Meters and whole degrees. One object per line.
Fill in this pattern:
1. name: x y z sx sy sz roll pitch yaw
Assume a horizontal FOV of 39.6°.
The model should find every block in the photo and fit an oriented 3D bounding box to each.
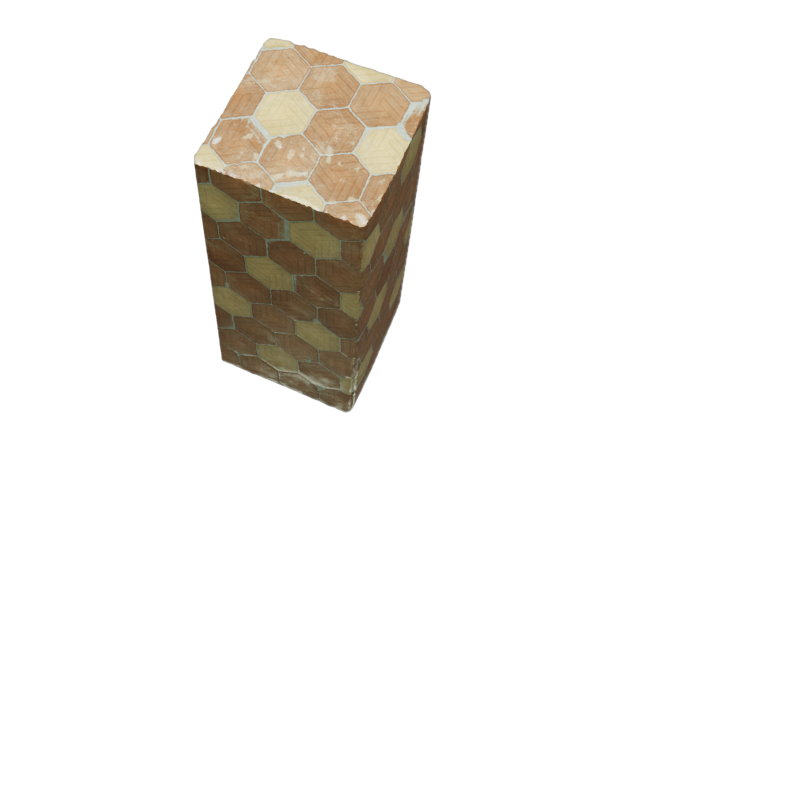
1. block: -0.047 -0.088 0.612 0.093 0.094 0.194 22 -26 7
